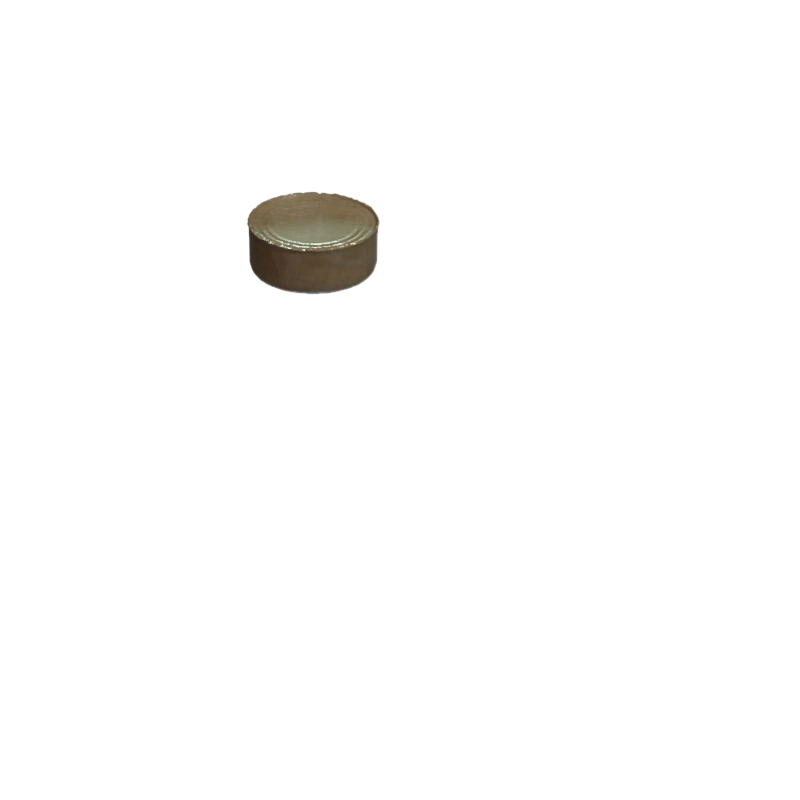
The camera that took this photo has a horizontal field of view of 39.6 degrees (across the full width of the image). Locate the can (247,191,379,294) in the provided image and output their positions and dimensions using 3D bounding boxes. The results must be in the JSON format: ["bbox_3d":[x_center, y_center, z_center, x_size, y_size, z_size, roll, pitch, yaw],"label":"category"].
[{"bbox_3d":[-0.057,-0.104,0.727,0.086,0.032,0.091,-1,33,-2],"label":"can"}]
